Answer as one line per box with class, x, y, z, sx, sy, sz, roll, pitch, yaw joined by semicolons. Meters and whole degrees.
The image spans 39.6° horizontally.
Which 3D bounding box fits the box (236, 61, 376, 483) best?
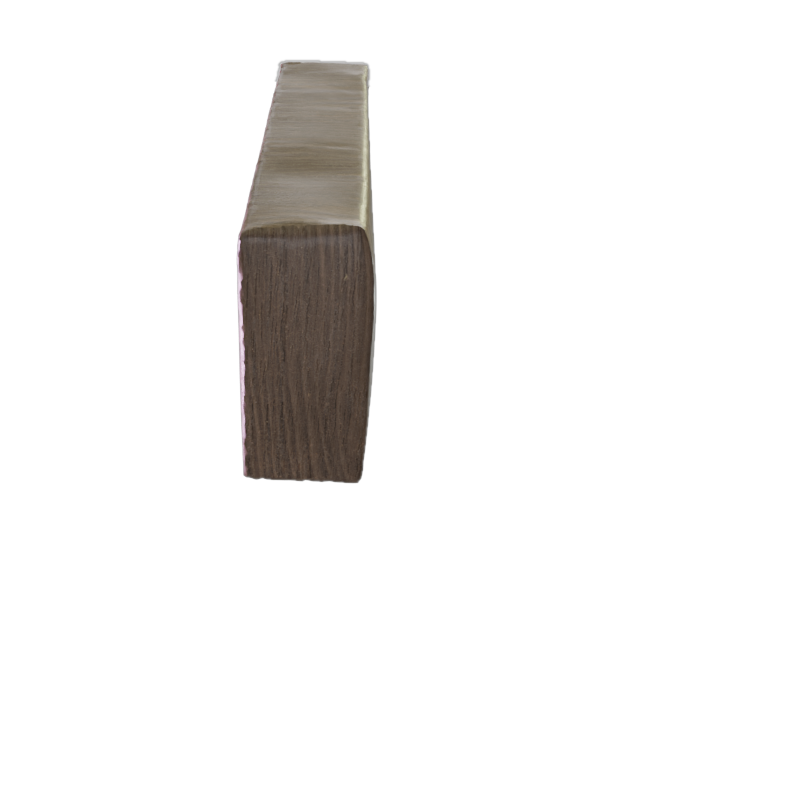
box;-0.033;-0.060;0.422;0.048;0.088;0.187;1;31;-5
